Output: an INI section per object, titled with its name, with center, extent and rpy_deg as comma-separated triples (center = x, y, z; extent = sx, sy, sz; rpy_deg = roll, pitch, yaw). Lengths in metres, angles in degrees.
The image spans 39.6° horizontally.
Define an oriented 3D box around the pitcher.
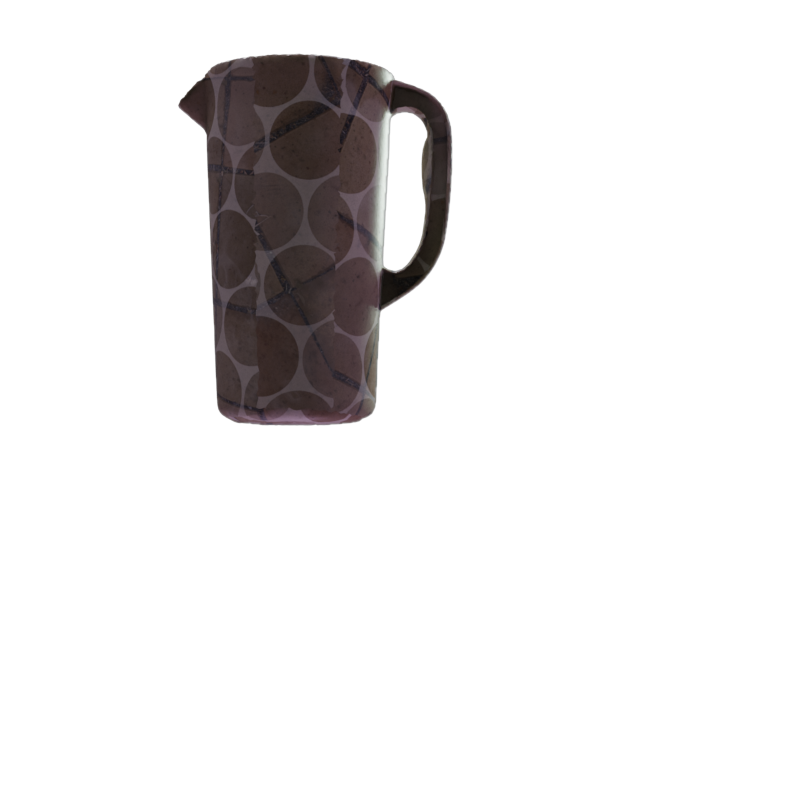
[pitcher]
center = -0.059, -0.109, 0.760
extent = 0.154, 0.245, 0.139
rpy_deg = -2, -3, 43
